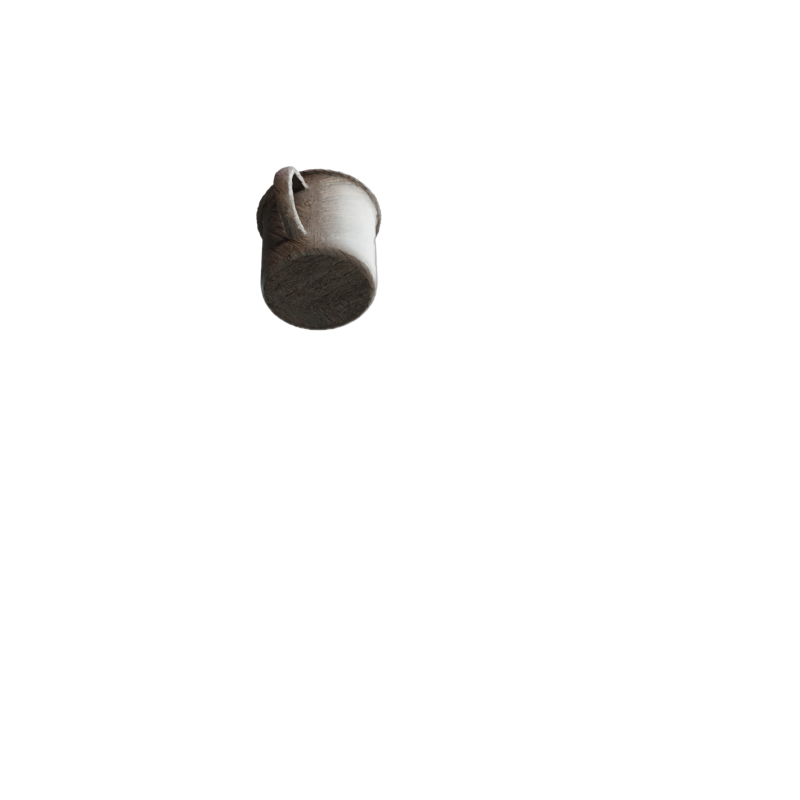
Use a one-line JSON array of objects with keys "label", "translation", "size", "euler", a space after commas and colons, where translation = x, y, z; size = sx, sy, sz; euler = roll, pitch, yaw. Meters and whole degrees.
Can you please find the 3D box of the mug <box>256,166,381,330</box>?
[{"label": "mug", "translation": [-0.061, -0.112, 0.785], "size": [0.094, 0.087, 0.108], "euler": [-14, -47, 11]}]
